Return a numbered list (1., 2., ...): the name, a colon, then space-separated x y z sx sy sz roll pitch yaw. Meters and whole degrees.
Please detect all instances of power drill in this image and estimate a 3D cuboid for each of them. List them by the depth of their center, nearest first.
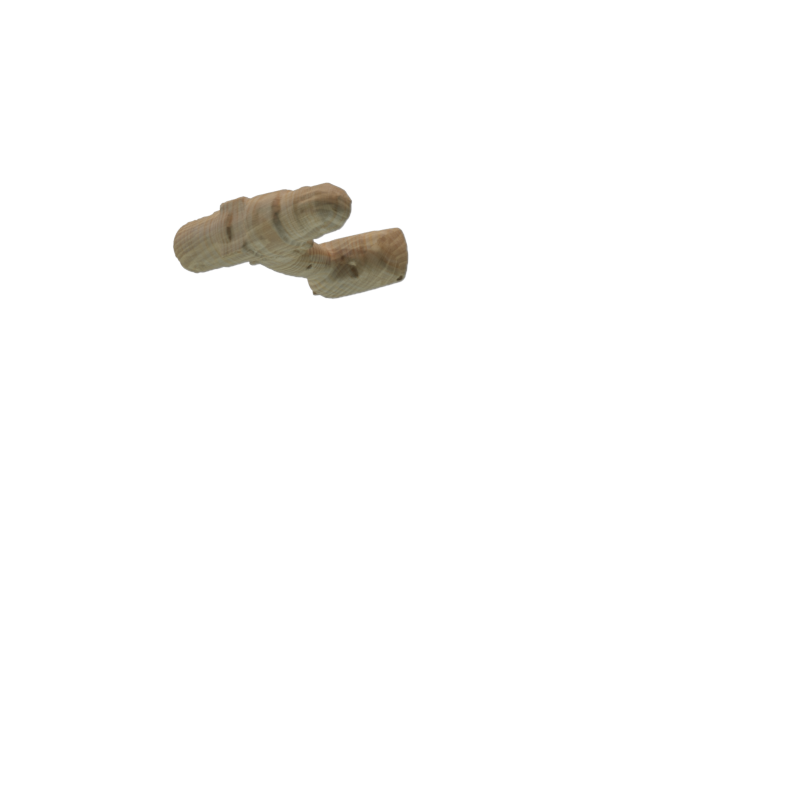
1. power drill: -0.076 -0.139 0.972 0.189 0.059 0.177 -7 -12 38
